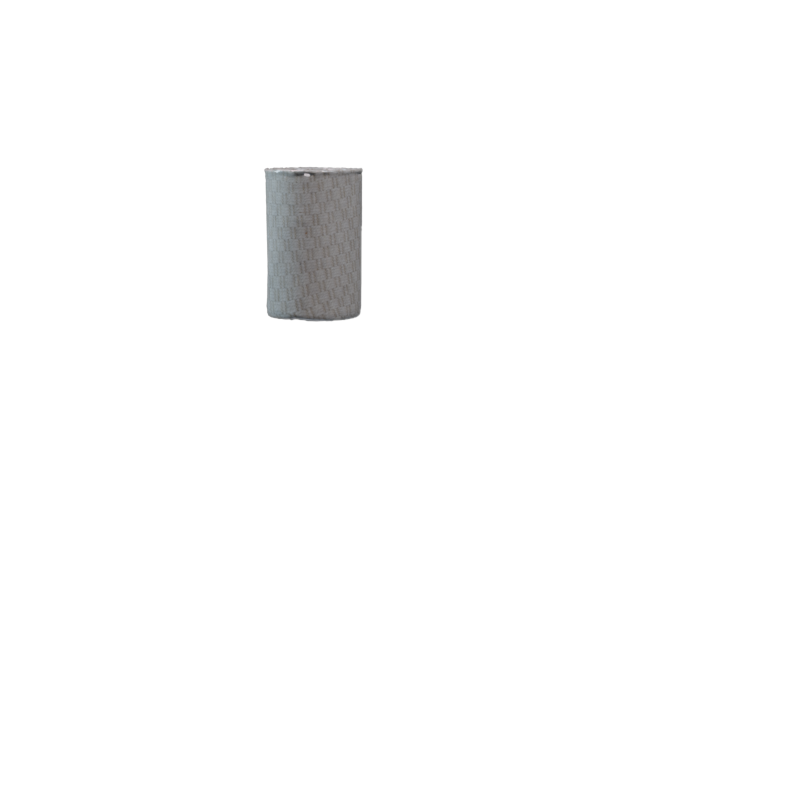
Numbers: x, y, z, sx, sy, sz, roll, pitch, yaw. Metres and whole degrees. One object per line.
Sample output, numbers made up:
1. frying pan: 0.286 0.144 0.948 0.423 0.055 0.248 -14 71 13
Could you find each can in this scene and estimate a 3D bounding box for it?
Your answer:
1. can: -0.060 -0.110 0.767 0.068 0.101 0.070 0 8 -2
